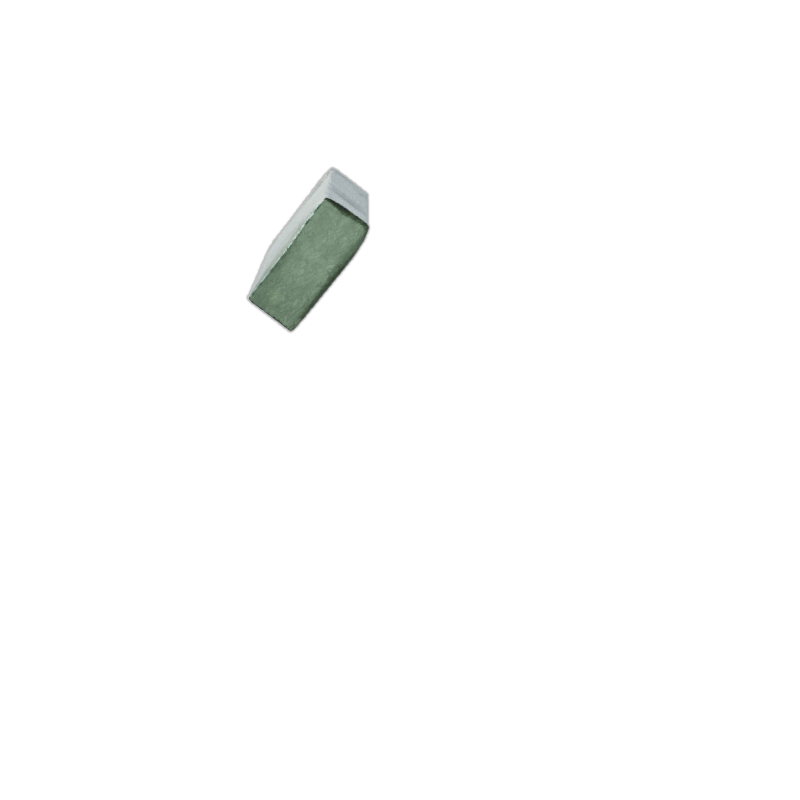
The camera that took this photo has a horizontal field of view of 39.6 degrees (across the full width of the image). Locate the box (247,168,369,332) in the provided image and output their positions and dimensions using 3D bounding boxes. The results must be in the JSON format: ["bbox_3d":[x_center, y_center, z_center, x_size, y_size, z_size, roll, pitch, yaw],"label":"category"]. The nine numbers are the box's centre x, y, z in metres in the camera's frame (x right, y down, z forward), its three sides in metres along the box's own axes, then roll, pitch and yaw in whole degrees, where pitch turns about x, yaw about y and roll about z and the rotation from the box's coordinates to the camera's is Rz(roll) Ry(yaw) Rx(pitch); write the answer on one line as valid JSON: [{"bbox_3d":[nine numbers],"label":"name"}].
[{"bbox_3d":[-0.066,-0.120,0.839,0.047,0.092,0.183,37,12,-14],"label":"box"}]
